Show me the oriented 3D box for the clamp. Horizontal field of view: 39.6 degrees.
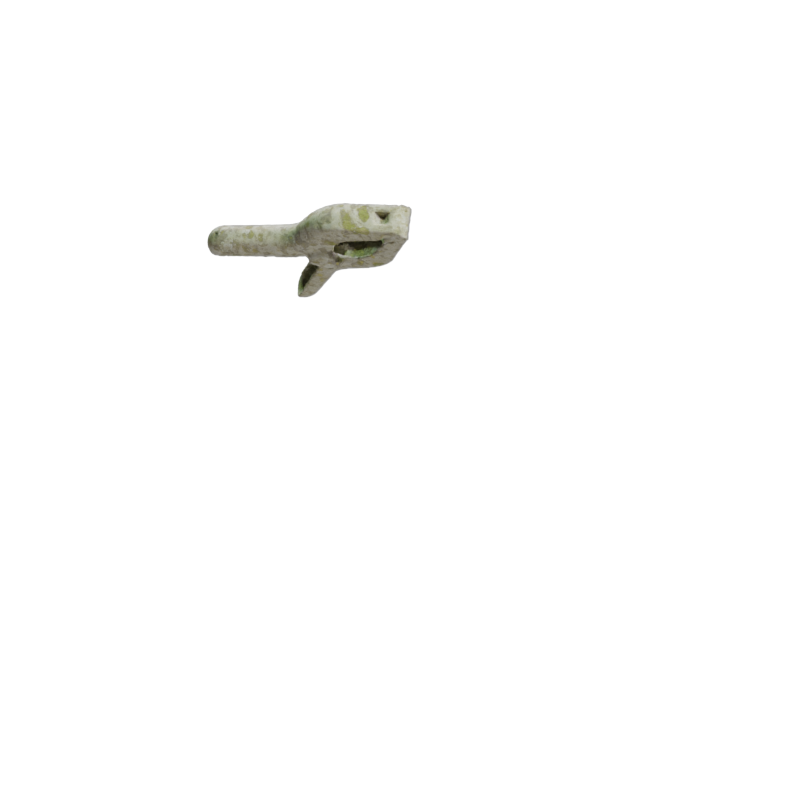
[{"bbox_3d":[-0.069,-0.126,0.884,0.114,0.041,0.173,14,-21,-39],"label":"clamp"}]
